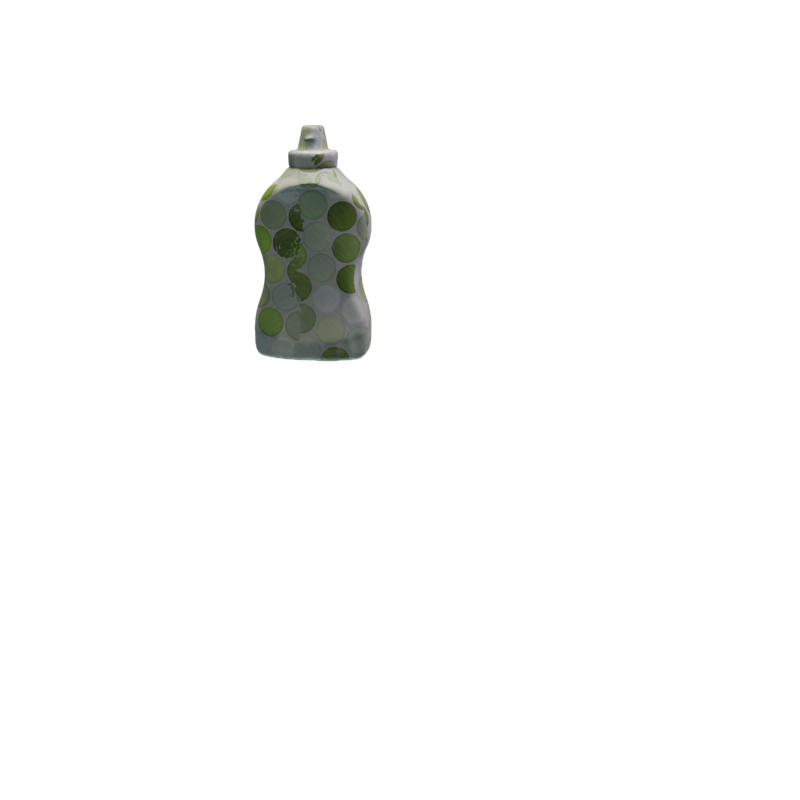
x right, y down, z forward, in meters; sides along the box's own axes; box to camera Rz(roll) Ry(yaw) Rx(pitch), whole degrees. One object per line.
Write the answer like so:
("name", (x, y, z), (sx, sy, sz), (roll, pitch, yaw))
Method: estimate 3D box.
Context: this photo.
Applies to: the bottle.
("bottle", (-0.072, -0.131, 0.918), (0.097, 0.188, 0.059), (2, 9, 10))
